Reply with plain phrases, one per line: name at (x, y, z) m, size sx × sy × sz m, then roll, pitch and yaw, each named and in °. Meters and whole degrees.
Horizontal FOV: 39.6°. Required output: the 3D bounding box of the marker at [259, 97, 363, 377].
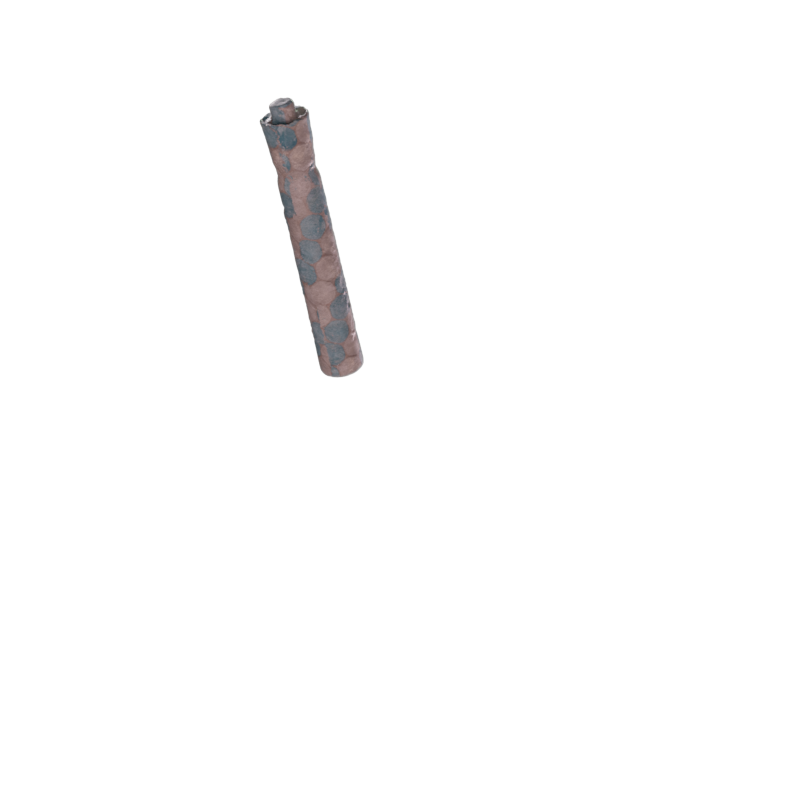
marker at (-0.034, -0.063, 0.441) m, size 0.020 × 0.113 × 0.021 m, roll -10°, pitch 30°, yaw 4°
